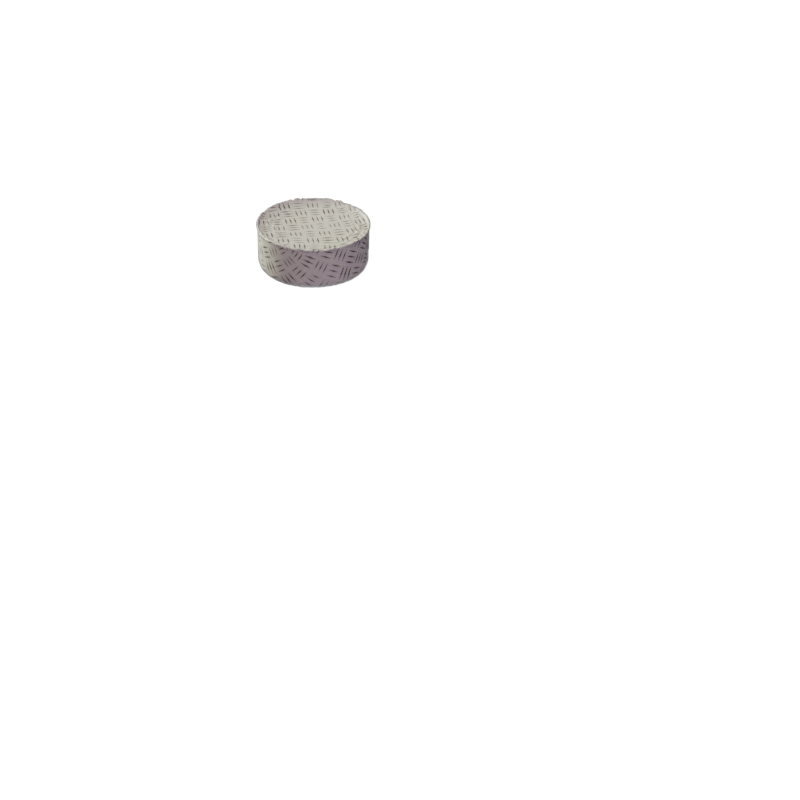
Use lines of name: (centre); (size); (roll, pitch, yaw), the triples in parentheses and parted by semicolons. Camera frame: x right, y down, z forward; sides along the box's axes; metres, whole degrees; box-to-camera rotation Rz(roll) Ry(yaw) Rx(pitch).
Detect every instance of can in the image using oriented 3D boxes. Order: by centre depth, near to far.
can: (-0.066, -0.120, 0.838); (0.086, 0.031, 0.092); (-1, 34, -2)
